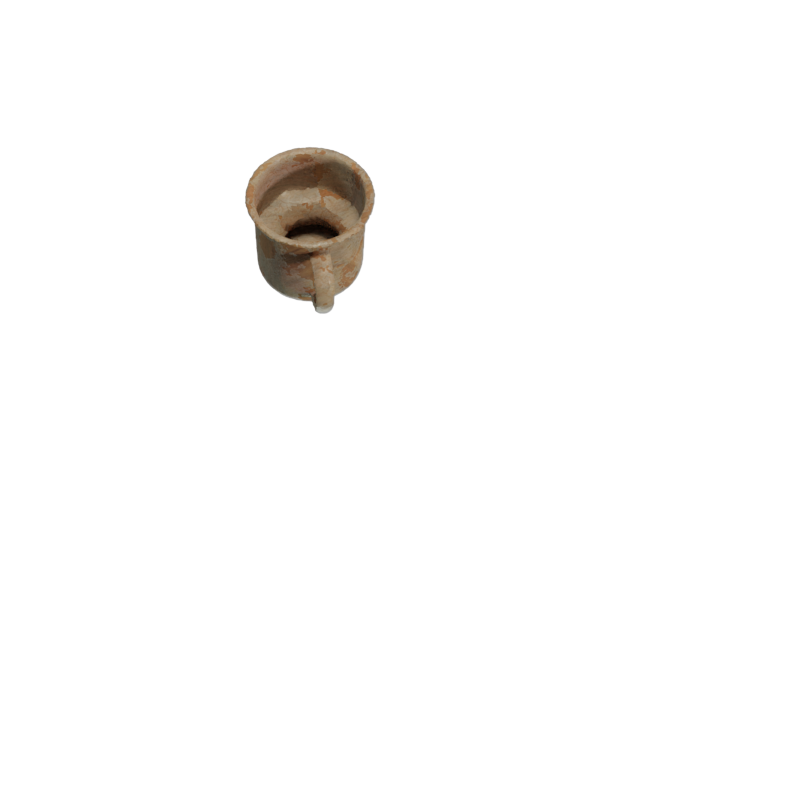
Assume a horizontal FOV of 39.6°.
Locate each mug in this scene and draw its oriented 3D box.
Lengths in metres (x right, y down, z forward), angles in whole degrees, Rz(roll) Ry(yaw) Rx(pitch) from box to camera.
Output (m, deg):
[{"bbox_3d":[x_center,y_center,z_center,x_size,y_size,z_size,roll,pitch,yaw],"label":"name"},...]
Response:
[{"bbox_3d":[-0.064,-0.117,0.818,0.092,0.126,0.076,-10,-33,-8],"label":"mug"}]
